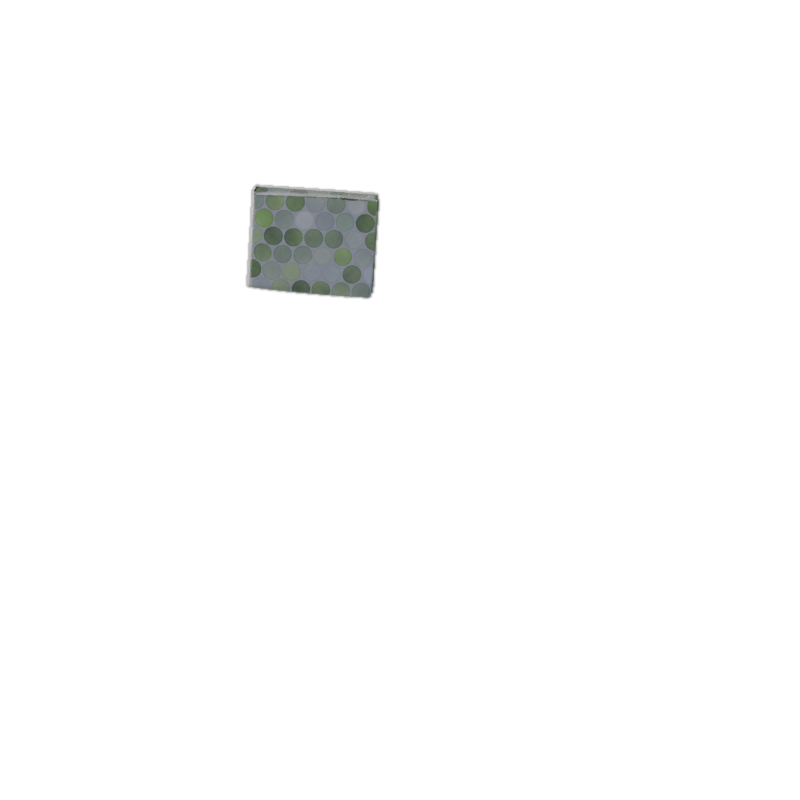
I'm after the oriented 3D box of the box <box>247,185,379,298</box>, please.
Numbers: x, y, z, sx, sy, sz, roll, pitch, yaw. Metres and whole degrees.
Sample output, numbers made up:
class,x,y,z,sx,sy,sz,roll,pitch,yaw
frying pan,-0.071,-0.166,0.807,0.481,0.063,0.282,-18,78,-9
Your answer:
class,x,y,z,sx,sy,sz,roll,pitch,yaw
box,-0.077,-0.140,0.985,0.113,0.087,0.040,4,14,-2
